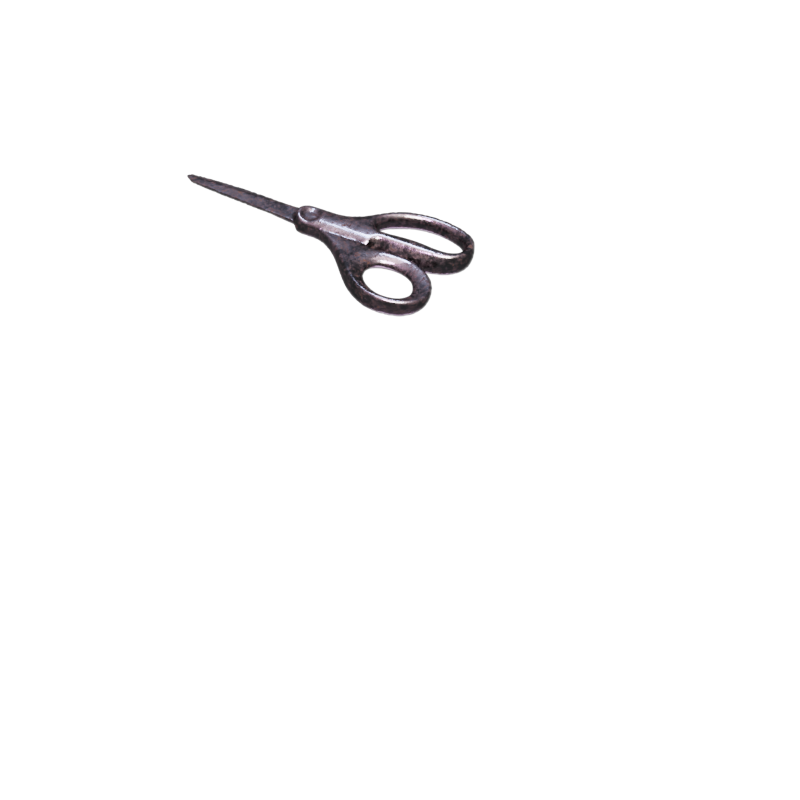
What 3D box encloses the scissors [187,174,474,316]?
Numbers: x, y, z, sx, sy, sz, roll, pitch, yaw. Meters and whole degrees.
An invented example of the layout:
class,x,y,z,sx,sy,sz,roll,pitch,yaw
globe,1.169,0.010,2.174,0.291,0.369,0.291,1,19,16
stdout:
class,x,y,z,sx,sy,sz,roll,pitch,yaw
scissors,-0.055,-0.101,0.708,0.205,0.015,0.101,10,45,10
